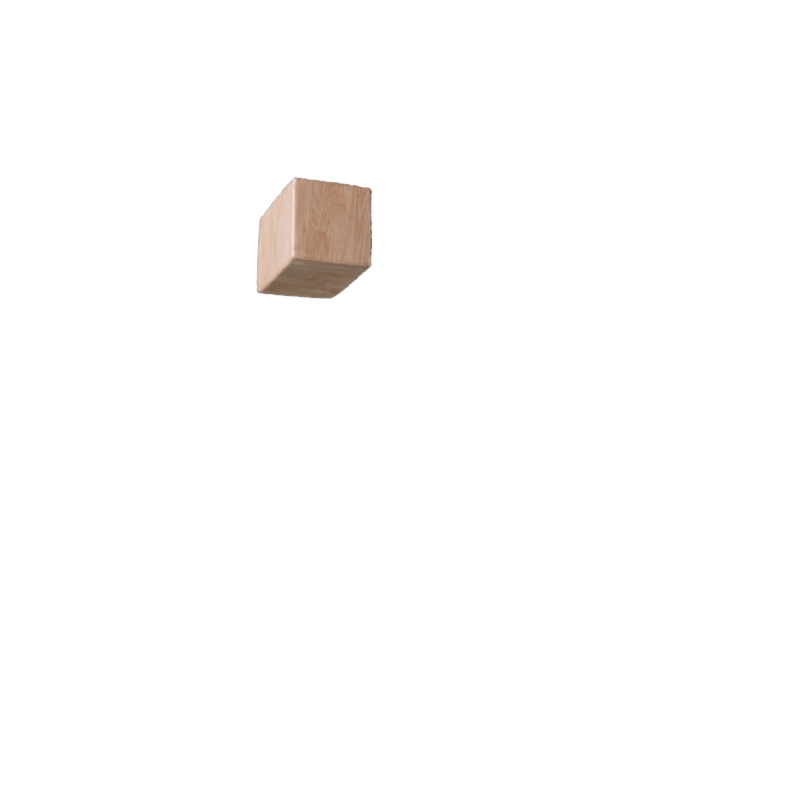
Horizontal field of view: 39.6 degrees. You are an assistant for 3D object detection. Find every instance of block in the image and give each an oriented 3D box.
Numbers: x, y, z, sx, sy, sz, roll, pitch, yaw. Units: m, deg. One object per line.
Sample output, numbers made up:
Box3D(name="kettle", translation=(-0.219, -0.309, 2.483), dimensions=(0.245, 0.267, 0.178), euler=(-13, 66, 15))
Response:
Box3D(name="block", translation=(-0.054, -0.099, 0.696), dimensions=(0.051, 0.053, 0.077), euler=(6, -16, -21))
